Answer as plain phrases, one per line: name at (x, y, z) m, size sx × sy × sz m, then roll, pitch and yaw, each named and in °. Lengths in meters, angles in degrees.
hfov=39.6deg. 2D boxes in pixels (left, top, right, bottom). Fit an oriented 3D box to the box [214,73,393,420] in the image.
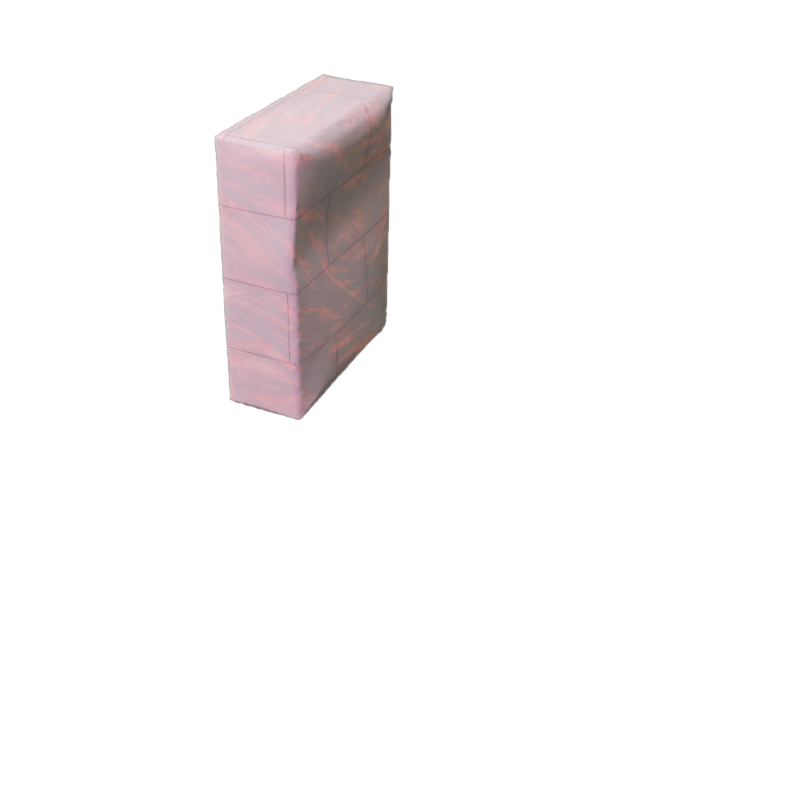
box at (-0.066, -0.120, 0.841) m, size 0.075 × 0.202 × 0.168 m, roll 13°, pitch 31°, yaw 20°
